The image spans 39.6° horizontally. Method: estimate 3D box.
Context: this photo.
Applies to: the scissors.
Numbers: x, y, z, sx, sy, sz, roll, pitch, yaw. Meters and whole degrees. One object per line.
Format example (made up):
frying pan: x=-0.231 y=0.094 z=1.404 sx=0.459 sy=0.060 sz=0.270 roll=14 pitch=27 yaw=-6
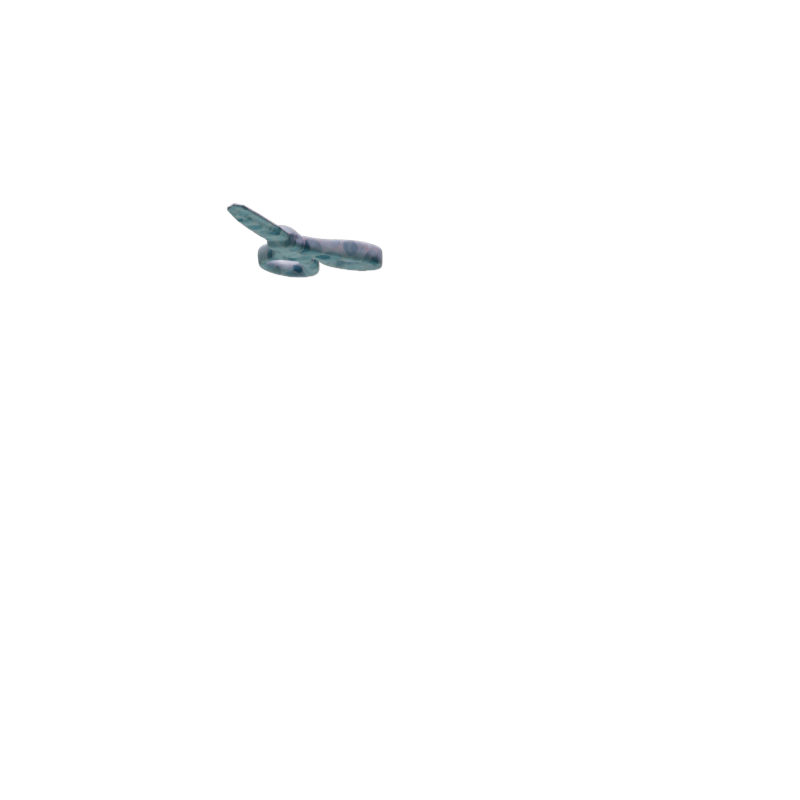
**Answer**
scissors: x=-0.056 y=-0.102 z=0.713 sx=0.096 sy=0.016 sz=0.199 roll=0 pitch=-3 yaw=-4
